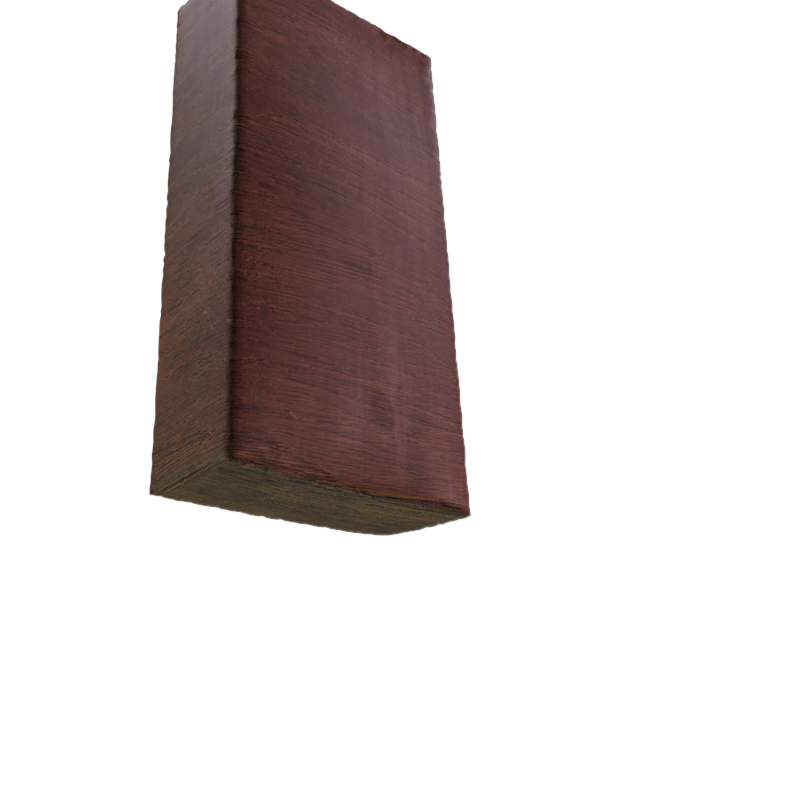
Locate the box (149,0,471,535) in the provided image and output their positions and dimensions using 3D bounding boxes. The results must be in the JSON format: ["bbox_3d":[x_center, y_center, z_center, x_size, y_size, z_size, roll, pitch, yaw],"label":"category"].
[{"bbox_3d":[-0.028,-0.052,0.361,0.088,0.186,0.048,18,-32,-37],"label":"box"}]
